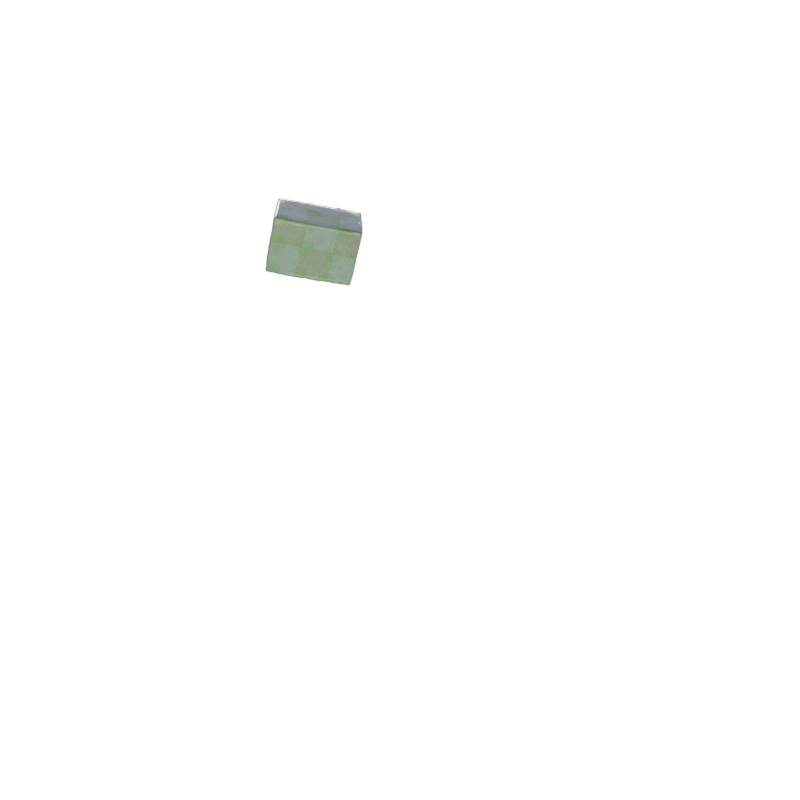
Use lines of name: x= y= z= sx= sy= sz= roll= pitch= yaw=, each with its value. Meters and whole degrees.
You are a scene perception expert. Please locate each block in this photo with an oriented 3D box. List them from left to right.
block: x=-0.076 y=-0.139 z=0.970 sx=0.077 sy=0.050 sz=0.054 roll=10 pitch=25 yaw=-6
